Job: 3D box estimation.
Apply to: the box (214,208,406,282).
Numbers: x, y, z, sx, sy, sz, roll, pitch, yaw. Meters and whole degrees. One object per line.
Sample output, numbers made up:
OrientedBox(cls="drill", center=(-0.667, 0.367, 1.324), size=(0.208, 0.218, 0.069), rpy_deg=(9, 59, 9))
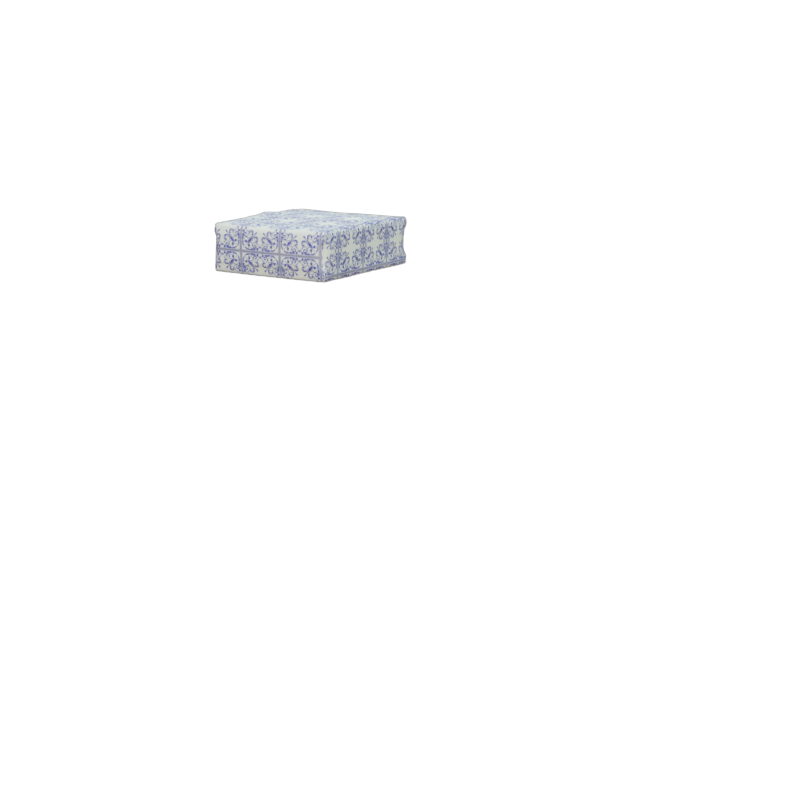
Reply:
OrientedBox(cls="box", center=(-0.048, -0.089, 0.620), size=(0.076, 0.029, 0.088), rpy_deg=(9, 18, 30))
